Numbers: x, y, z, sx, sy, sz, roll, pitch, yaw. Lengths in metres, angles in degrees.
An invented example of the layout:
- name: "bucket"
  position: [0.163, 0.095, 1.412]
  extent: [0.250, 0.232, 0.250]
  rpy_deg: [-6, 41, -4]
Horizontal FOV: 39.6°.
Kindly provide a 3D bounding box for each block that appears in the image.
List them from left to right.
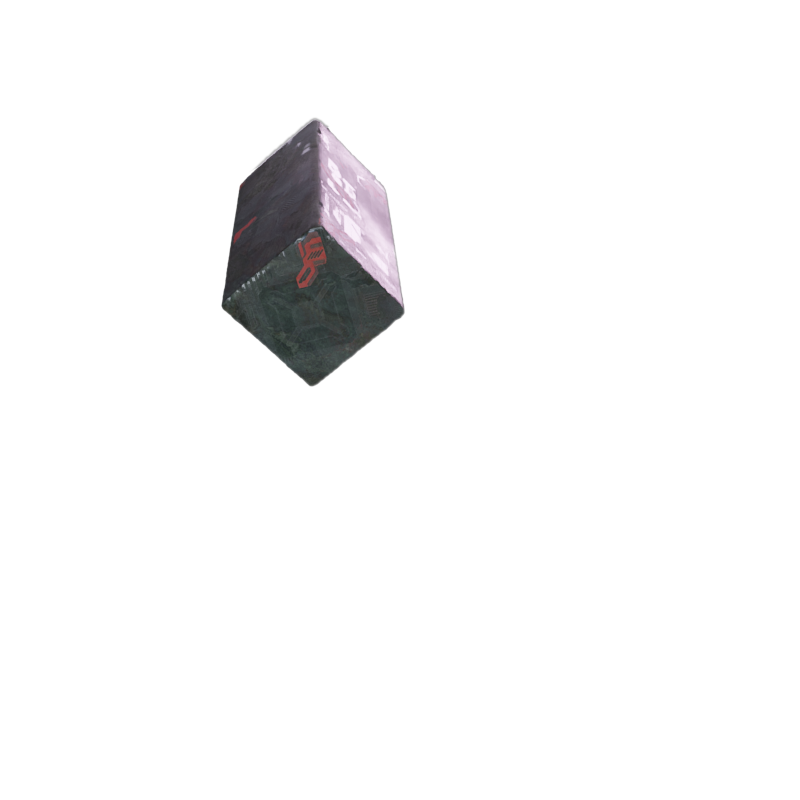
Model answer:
- name: "block"
  position: [-0.064, -0.118, 0.822]
  extent: [0.089, 0.086, 0.219]
  rpy_deg: [-39, 26, 18]
